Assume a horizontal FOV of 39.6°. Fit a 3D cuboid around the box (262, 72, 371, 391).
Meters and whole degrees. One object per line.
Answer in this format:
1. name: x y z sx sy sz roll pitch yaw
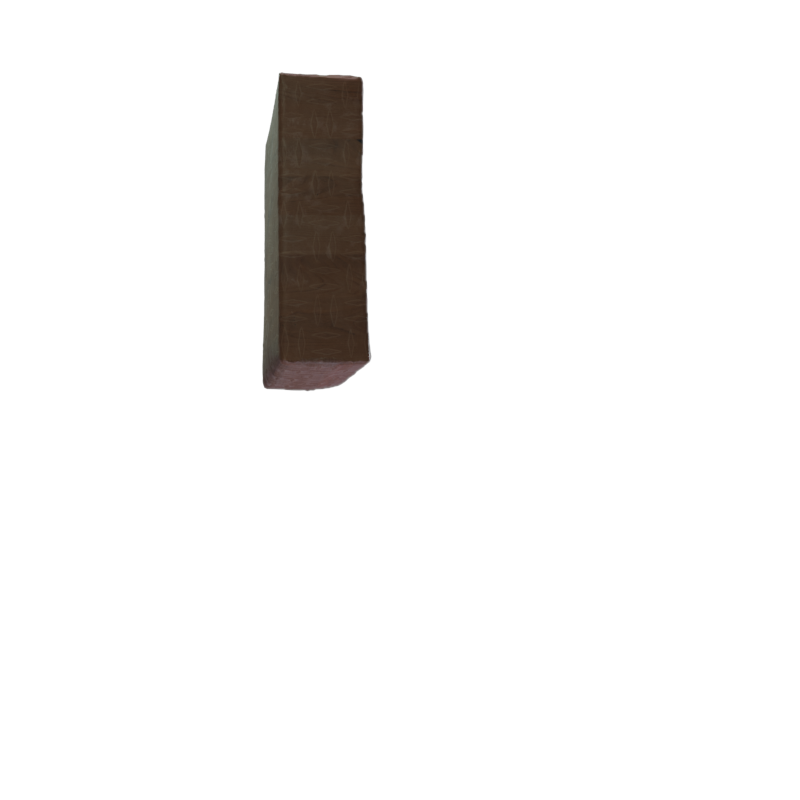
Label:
1. box: -0.067 -0.122 0.857 0.071 0.221 0.161 1 -11 -10
